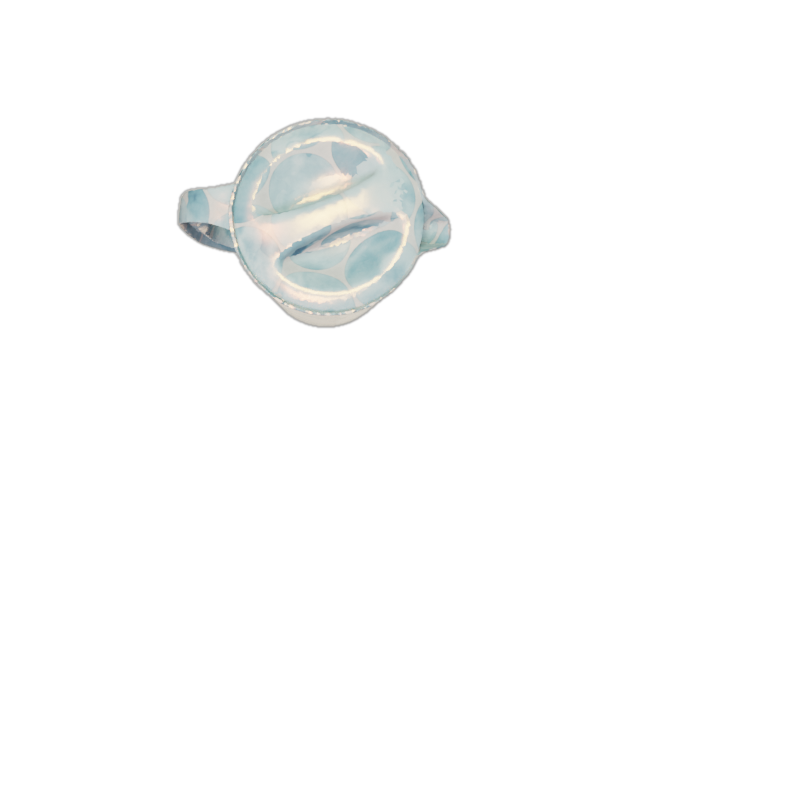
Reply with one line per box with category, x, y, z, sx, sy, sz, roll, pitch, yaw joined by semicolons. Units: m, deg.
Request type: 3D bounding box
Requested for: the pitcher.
pitcher;-0.066;-0.121;0.848;0.145;0.151;0.240;-40;-1;-5
